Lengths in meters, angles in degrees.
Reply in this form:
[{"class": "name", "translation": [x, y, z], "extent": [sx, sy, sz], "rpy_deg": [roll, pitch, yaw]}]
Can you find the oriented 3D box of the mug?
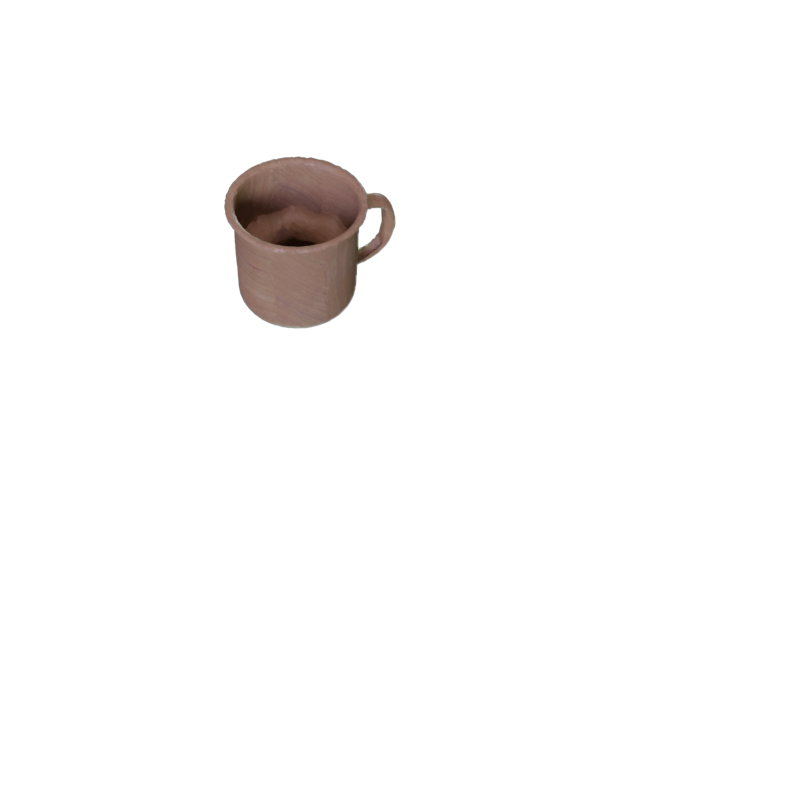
[{"class": "mug", "translation": [-0.058, -0.106, 0.745], "extent": [0.116, 0.076, 0.101], "rpy_deg": [-19, 51, -17]}]
